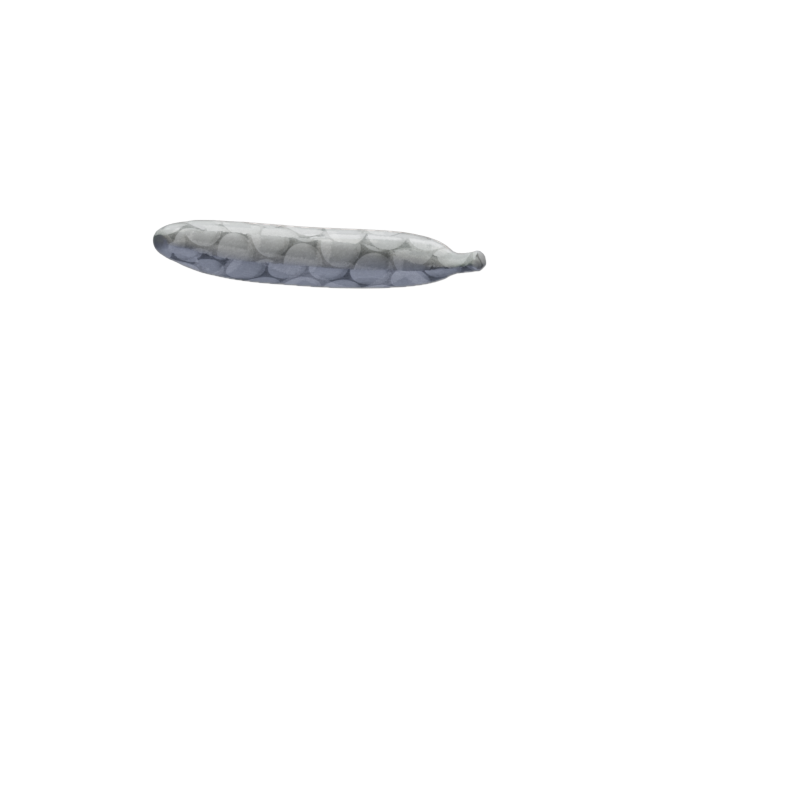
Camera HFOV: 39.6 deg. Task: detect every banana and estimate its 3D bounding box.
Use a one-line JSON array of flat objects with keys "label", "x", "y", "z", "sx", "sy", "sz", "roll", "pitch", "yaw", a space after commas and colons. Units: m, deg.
[{"label": "banana", "x": -0.052, "y": -0.092, "z": 0.684, "sx": 0.196, "sy": 0.038, "sz": 0.068, "roll": 1, "pitch": -11, "yaw": -7}]
